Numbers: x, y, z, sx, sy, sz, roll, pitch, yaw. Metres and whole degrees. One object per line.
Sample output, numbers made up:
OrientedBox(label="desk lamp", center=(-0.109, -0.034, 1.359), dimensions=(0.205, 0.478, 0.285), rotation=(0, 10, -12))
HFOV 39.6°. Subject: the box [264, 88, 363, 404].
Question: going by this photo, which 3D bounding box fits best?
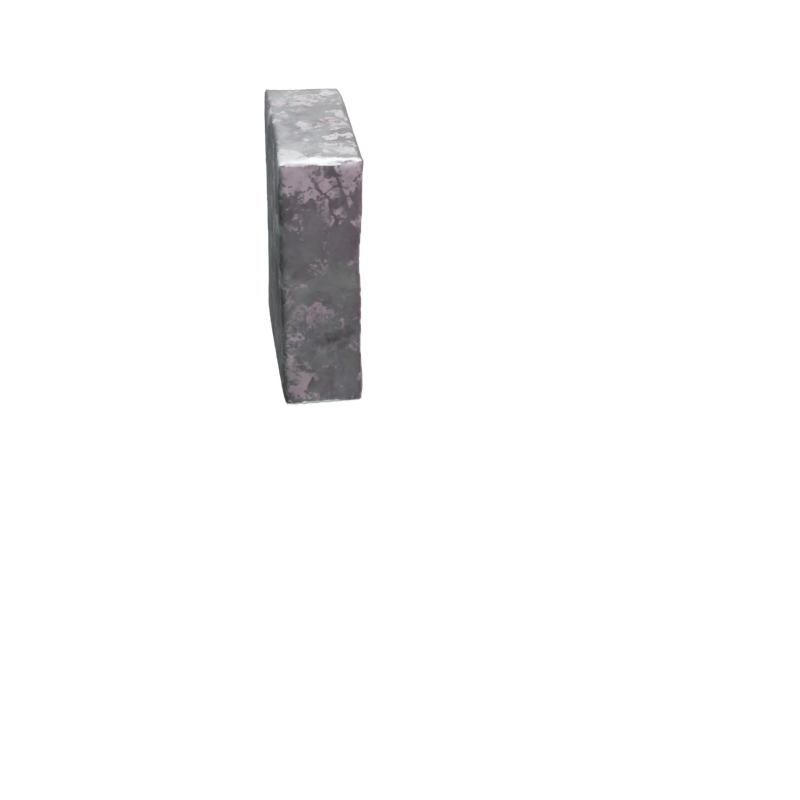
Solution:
OrientedBox(label="box", center=(-0.072, -0.131, 0.916), dimensions=(0.071, 0.201, 0.176), rotation=(-3, 31, -9))
